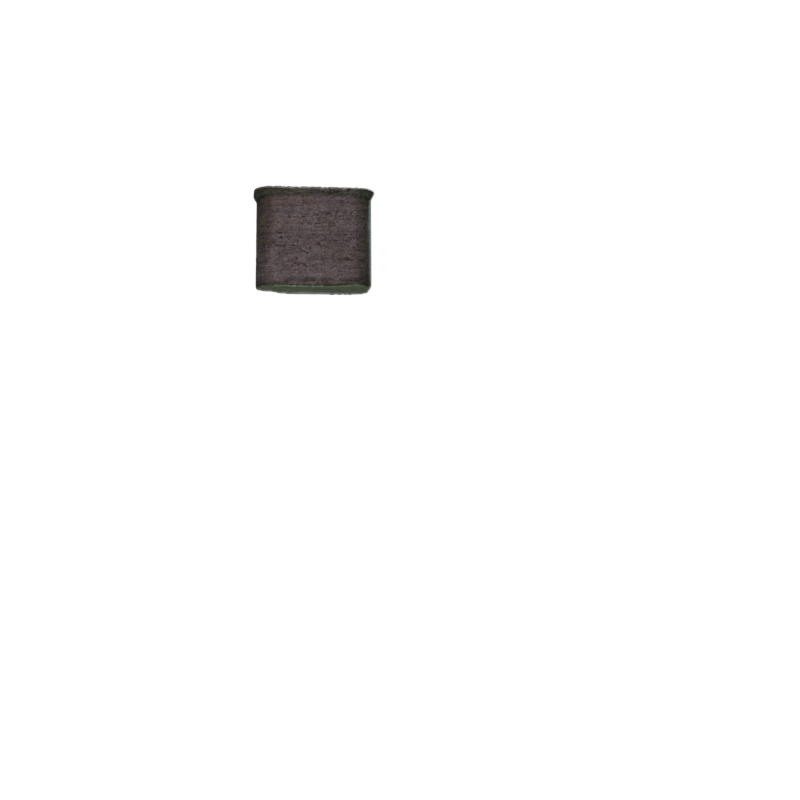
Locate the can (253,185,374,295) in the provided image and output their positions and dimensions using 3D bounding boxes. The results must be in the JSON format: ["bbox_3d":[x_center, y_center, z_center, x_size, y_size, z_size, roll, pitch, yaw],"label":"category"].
[{"bbox_3d":[-0.073,-0.134,0.936,0.101,0.086,0.057,0,-8,-6],"label":"can"}]
